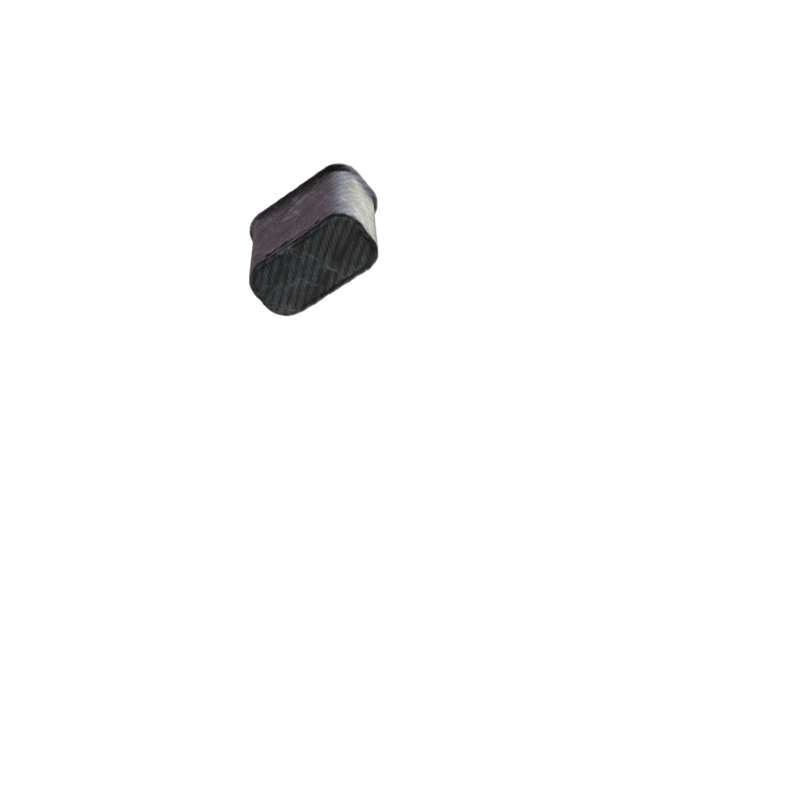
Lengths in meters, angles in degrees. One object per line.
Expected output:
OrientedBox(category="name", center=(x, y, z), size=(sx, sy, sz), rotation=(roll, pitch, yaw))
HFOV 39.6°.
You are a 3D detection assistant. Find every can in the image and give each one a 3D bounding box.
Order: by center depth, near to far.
OrientedBox(category="can", center=(-0.065, -0.118, 0.830), size=(0.101, 0.054, 0.089), rotation=(-32, 29, 16))
